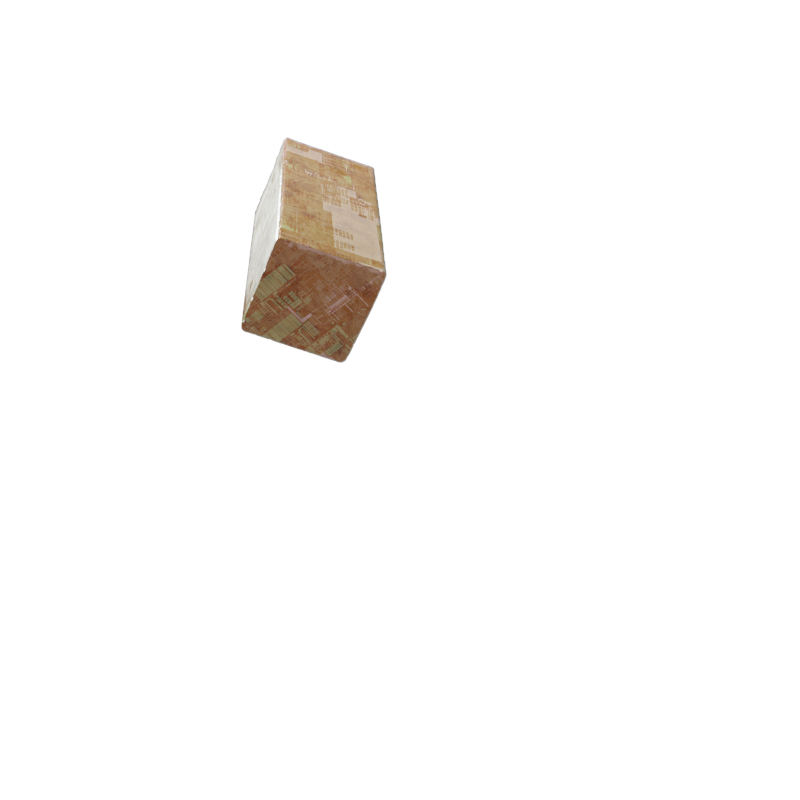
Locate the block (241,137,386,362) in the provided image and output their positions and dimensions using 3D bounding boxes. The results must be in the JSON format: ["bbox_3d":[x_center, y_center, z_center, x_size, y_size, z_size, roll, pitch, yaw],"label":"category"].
[{"bbox_3d":[-0.074,-0.134,0.940,0.089,0.087,0.219,18,30,-14],"label":"block"}]
